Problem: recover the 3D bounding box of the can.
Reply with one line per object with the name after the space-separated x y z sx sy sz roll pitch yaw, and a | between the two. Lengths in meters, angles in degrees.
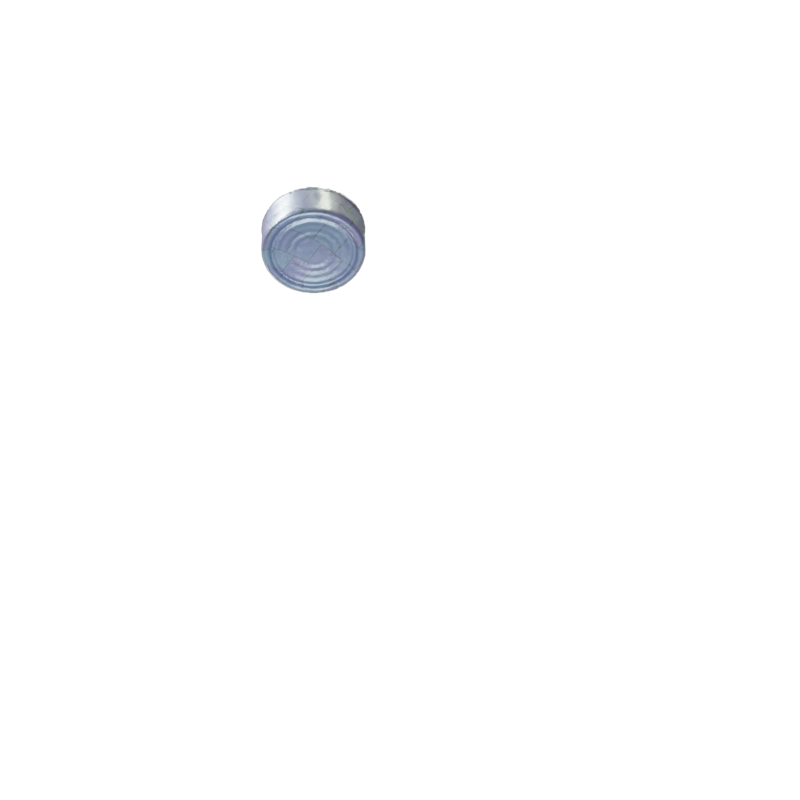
-0.071 -0.129 0.903 0.086 0.080 0.036 1 40 -1 | can
